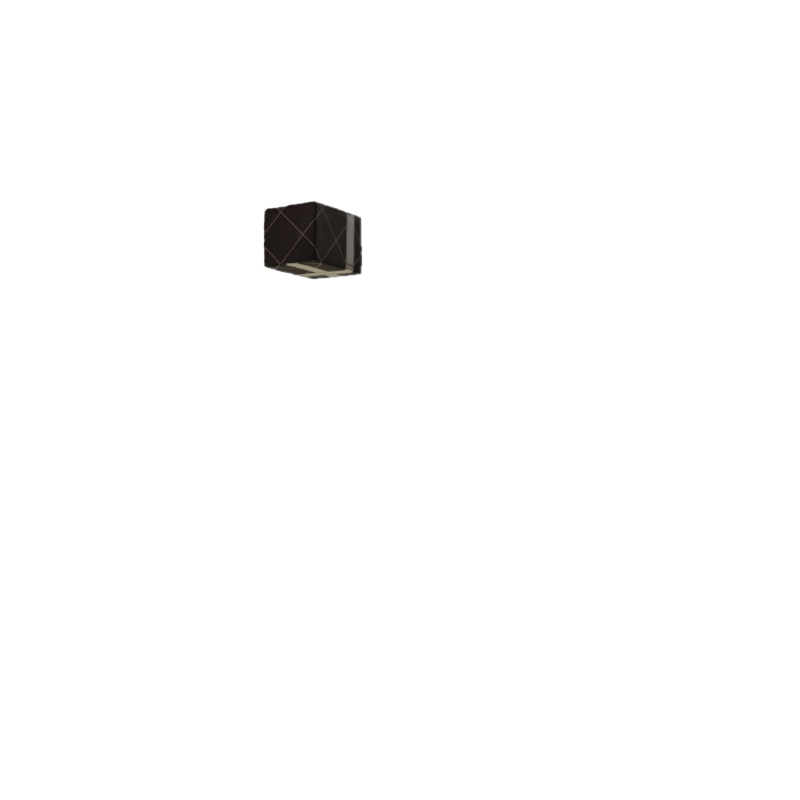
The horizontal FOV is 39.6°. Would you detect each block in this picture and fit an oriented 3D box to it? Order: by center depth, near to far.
[{"bbox_3d":[-0.074,-0.135,0.943,0.054,0.052,0.074,-4,-7,30],"label":"block"}]
